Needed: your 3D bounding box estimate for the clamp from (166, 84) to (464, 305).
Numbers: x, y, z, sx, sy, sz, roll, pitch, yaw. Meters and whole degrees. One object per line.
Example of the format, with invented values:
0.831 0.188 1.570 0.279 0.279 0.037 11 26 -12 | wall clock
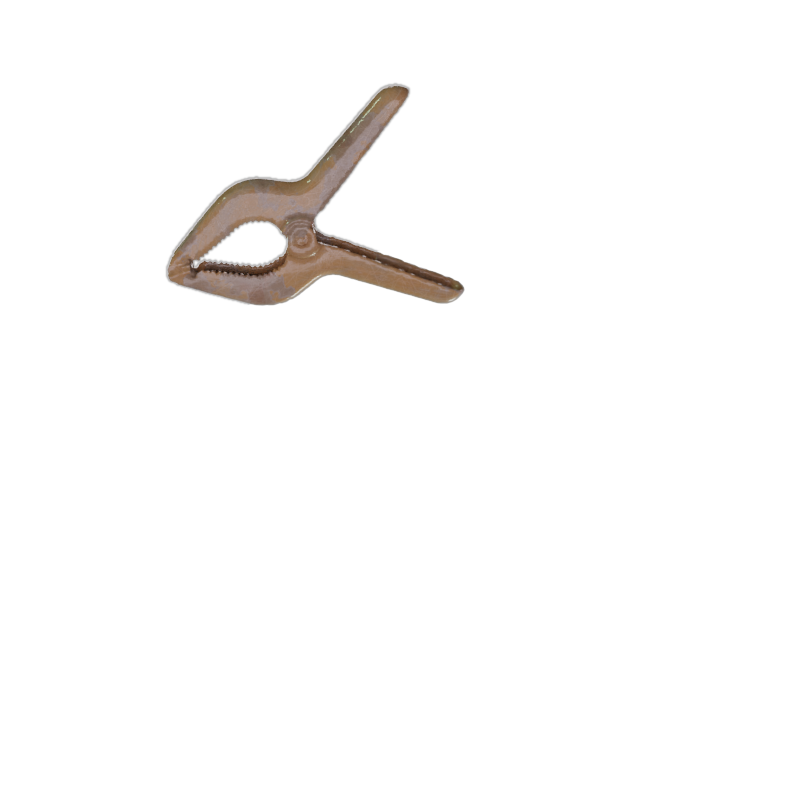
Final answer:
-0.063 -0.114 0.800 0.210 0.158 0.038 -22 16 6 | clamp
